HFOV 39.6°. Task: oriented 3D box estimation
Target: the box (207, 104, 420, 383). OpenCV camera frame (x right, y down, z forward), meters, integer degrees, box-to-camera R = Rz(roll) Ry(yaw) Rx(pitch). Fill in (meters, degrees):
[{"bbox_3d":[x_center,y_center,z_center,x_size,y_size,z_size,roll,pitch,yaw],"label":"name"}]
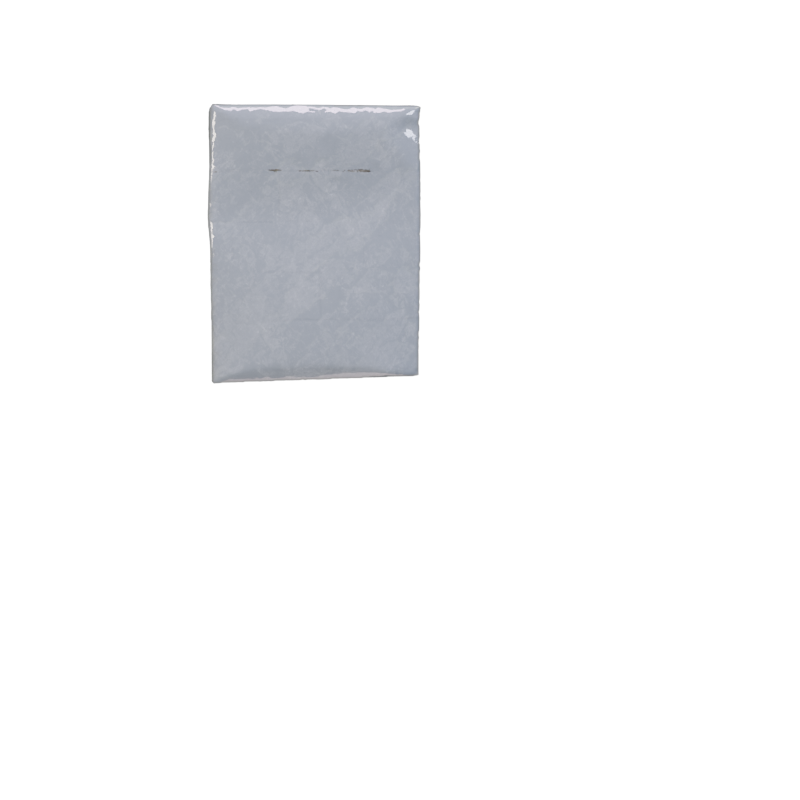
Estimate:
[{"bbox_3d":[-0.068,-0.124,0.868,0.163,0.211,0.073,-1,6,-6],"label":"box"}]
